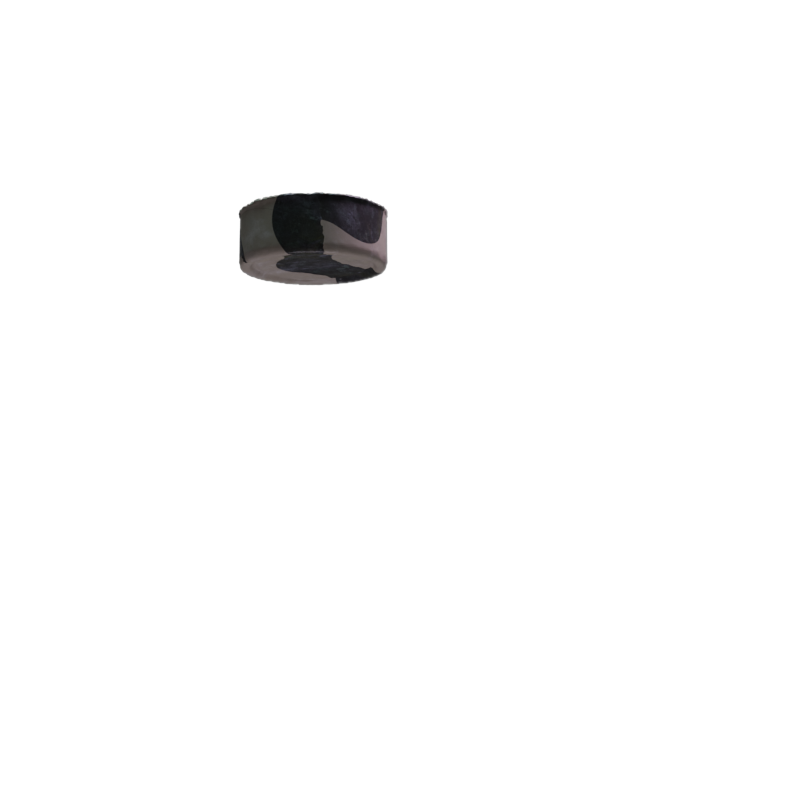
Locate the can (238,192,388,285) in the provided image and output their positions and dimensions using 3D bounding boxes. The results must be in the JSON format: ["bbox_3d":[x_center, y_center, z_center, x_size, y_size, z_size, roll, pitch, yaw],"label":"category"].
[{"bbox_3d":[-0.050,-0.090,0.634,0.086,0.034,0.084,0,-8,-2],"label":"can"}]
